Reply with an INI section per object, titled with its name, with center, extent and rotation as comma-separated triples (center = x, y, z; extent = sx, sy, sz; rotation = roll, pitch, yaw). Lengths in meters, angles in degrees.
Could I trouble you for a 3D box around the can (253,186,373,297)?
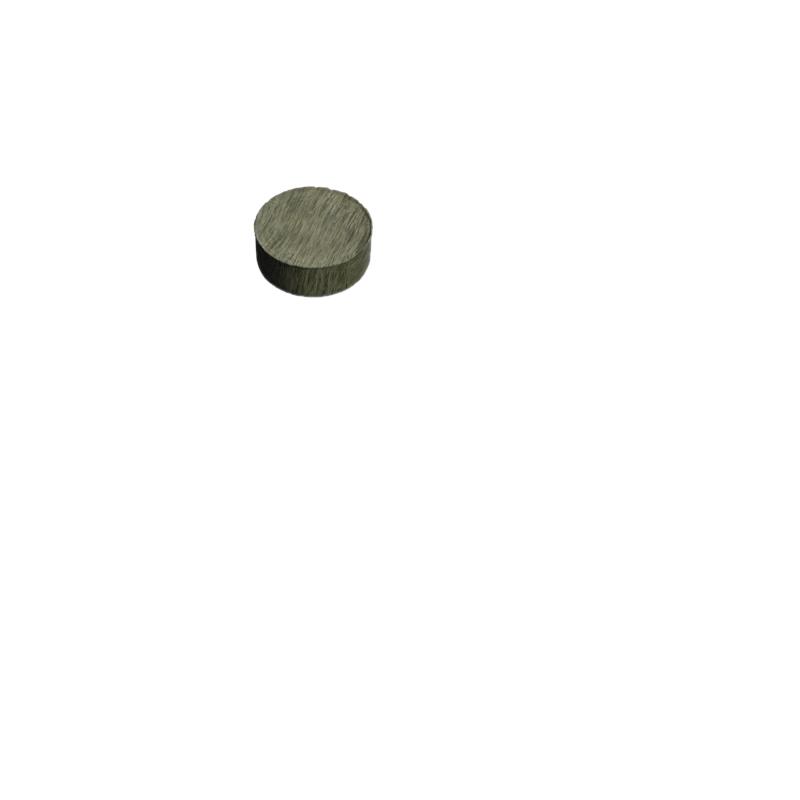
[can]
center = -0.063, -0.115, 0.806
extent = 0.086, 0.092, 0.031
rotation = -1, -43, -1
